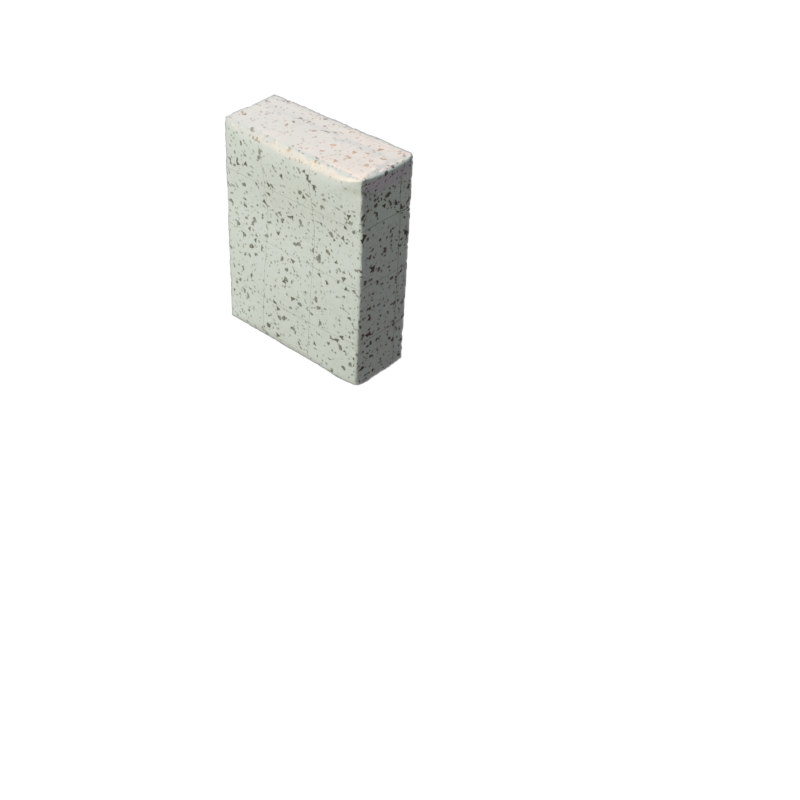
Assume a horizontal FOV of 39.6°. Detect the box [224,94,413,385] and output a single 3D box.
[{"bbox_3d":[-0.077,-0.140,0.978,0.175,0.200,0.072,30,44,32],"label":"box"}]
